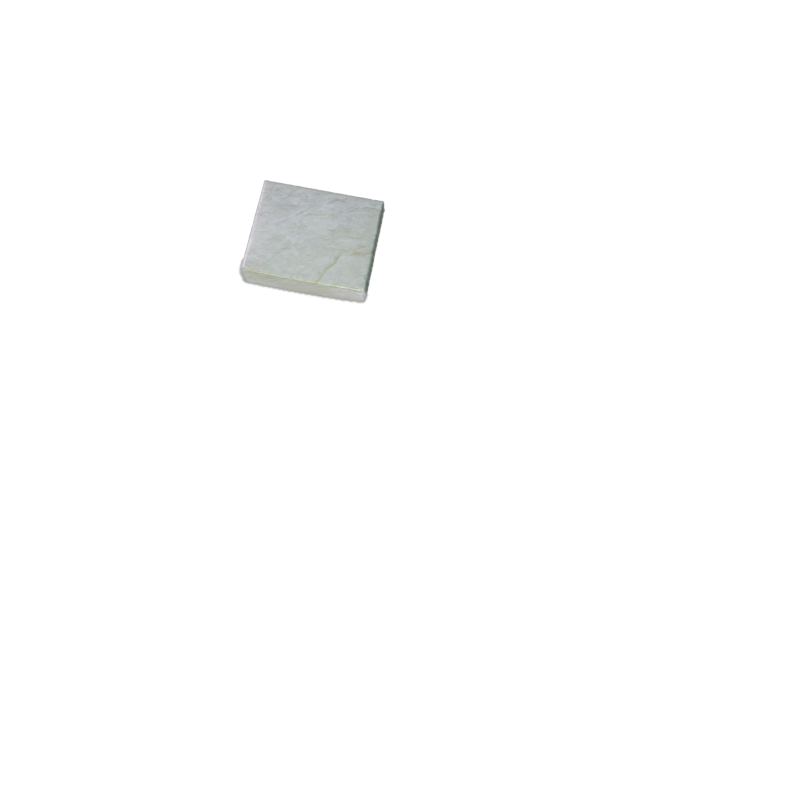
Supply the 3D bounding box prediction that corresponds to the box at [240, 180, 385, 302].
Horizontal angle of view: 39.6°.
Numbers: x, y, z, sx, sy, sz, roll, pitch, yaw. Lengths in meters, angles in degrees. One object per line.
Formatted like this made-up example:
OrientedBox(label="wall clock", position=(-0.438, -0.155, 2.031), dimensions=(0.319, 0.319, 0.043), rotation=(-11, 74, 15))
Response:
OrientedBox(label="box", position=(-0.077, -0.140, 0.984), dimensions=(0.114, 0.094, 0.037), rotation=(11, -22, 4))
